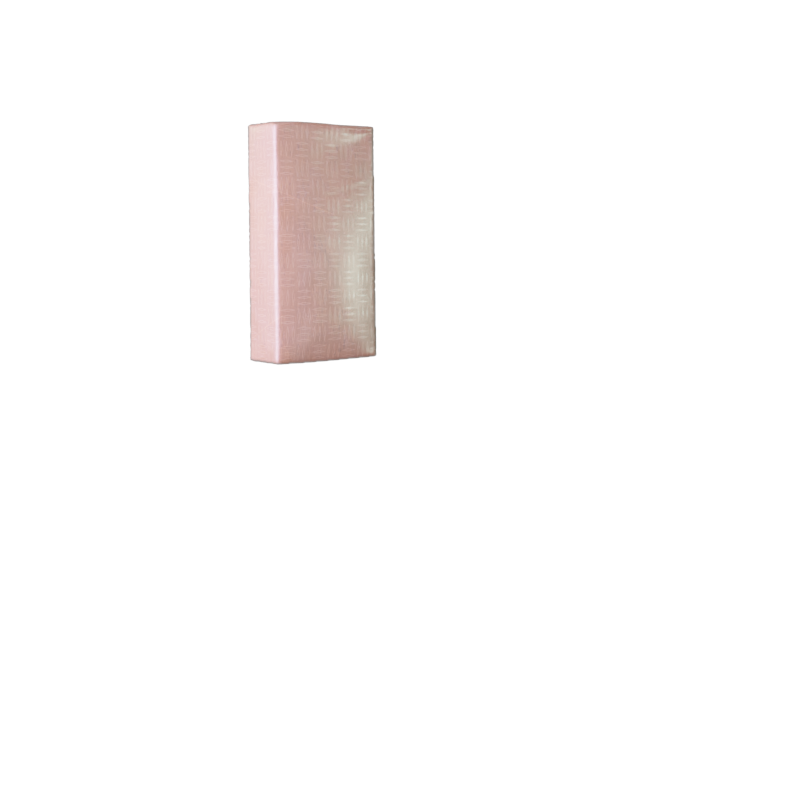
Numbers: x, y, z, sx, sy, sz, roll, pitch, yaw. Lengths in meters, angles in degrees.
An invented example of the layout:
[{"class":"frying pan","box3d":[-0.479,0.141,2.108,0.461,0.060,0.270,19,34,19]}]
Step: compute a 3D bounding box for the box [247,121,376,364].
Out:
[{"class":"box","box3d":[-0.065,-0.119,0.832,0.090,0.175,0.050,-3,4,-37]}]
